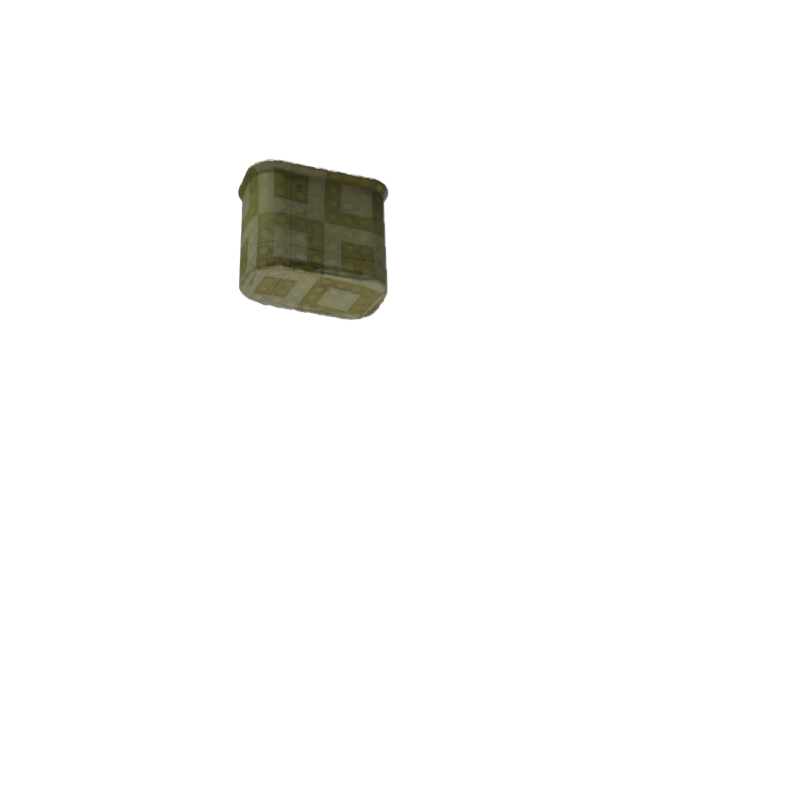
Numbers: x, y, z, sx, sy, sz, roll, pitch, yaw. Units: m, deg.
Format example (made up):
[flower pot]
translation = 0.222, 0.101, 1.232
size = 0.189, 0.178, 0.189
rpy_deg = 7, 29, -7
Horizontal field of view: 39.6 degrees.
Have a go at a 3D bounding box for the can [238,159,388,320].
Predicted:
[can]
translation = -0.059, -0.107, 0.749
size = 0.099, 0.089, 0.055
rpy_deg = 9, -31, -17
